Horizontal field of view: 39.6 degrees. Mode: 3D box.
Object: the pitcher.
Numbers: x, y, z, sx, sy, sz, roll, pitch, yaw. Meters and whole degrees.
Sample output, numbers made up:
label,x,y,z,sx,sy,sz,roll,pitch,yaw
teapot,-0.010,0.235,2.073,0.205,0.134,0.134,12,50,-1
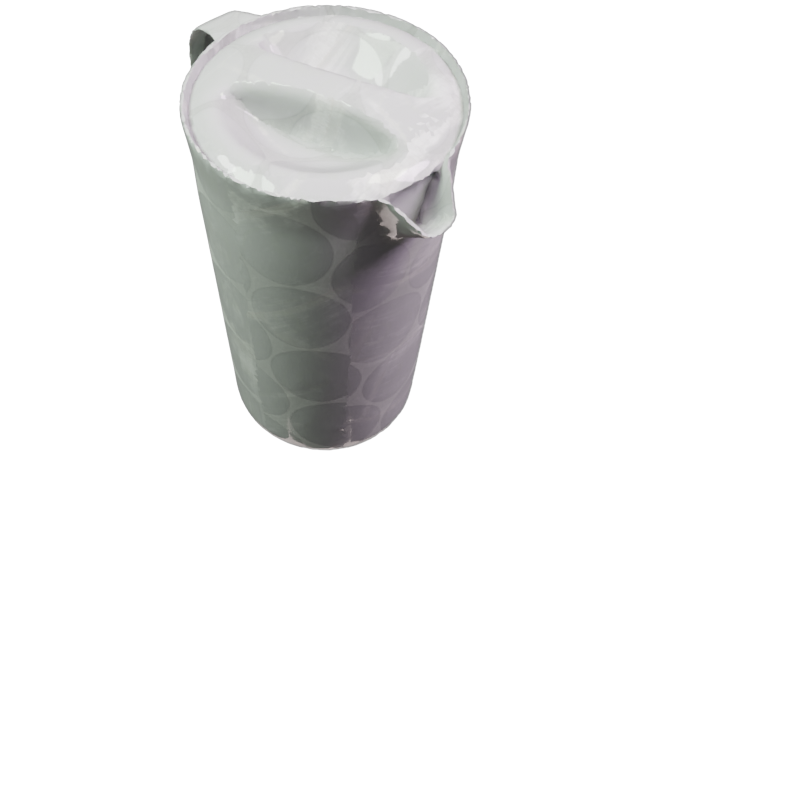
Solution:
label,x,y,z,sx,sy,sz,roll,pitch,yaw
pitcher,-0.047,-0.085,0.598,0.145,0.159,0.227,5,-36,1
